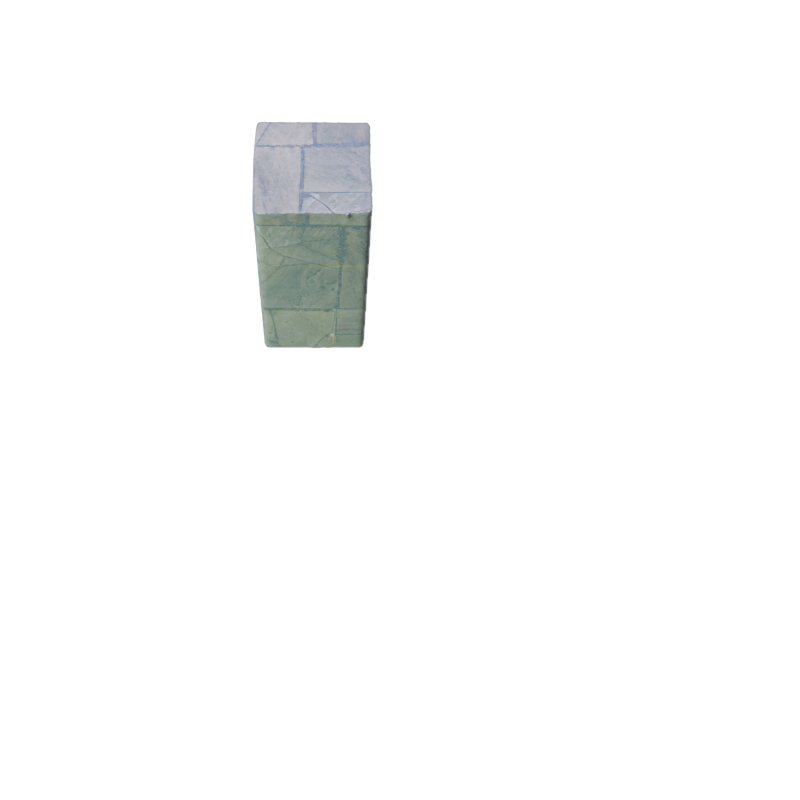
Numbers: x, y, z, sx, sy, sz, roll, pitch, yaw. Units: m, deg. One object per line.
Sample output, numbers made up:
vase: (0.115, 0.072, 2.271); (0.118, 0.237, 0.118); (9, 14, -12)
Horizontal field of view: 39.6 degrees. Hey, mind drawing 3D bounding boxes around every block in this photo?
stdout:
block: (-0.072, -0.131, 0.921); (0.090, 0.096, 0.194); (1, -29, -3)
